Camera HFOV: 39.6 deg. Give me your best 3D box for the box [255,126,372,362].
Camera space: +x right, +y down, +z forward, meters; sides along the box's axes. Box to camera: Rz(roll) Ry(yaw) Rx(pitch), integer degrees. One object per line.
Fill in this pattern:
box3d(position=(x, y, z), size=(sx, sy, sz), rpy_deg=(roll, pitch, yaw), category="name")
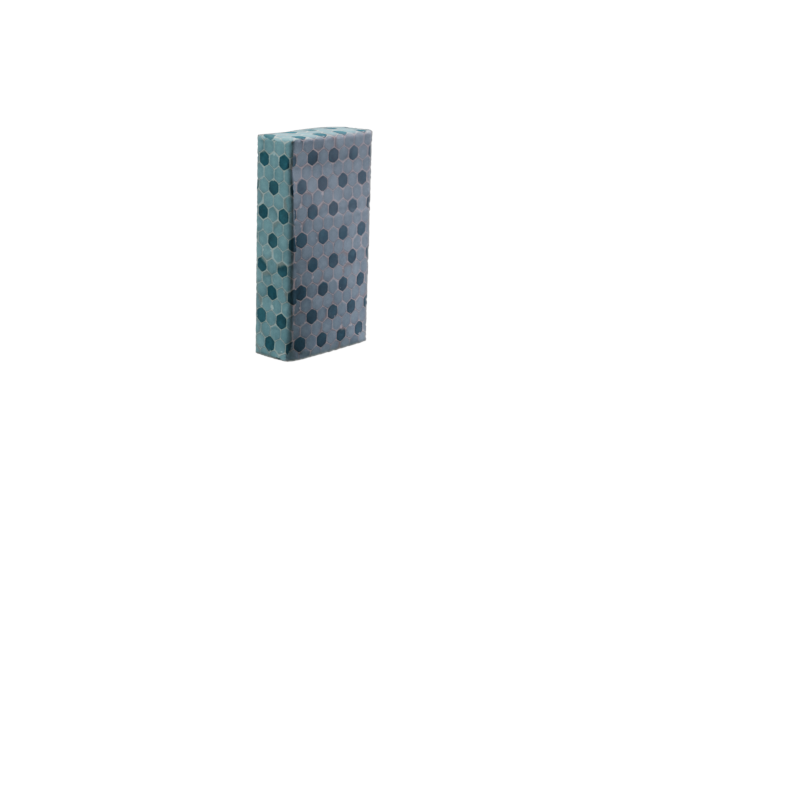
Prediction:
box3d(position=(-0.069, -0.125, 0.876), size=(0.051, 0.171, 0.091), rpy_deg=(11, 17, 41), category="box")
